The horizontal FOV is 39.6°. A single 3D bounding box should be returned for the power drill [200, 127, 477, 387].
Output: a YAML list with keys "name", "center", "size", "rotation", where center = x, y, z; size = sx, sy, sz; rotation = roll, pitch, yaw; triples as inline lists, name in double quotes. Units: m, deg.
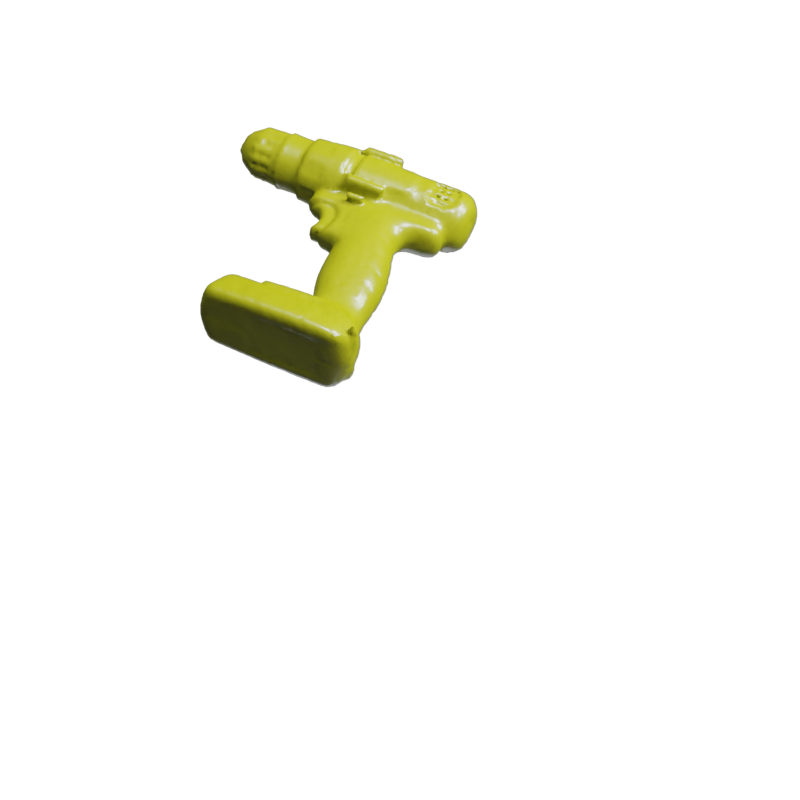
- name: "power drill"
  center: [-0.060, -0.109, 0.766]
  size: [0.191, 0.195, 0.053]
  rotation: [20, -38, 16]
